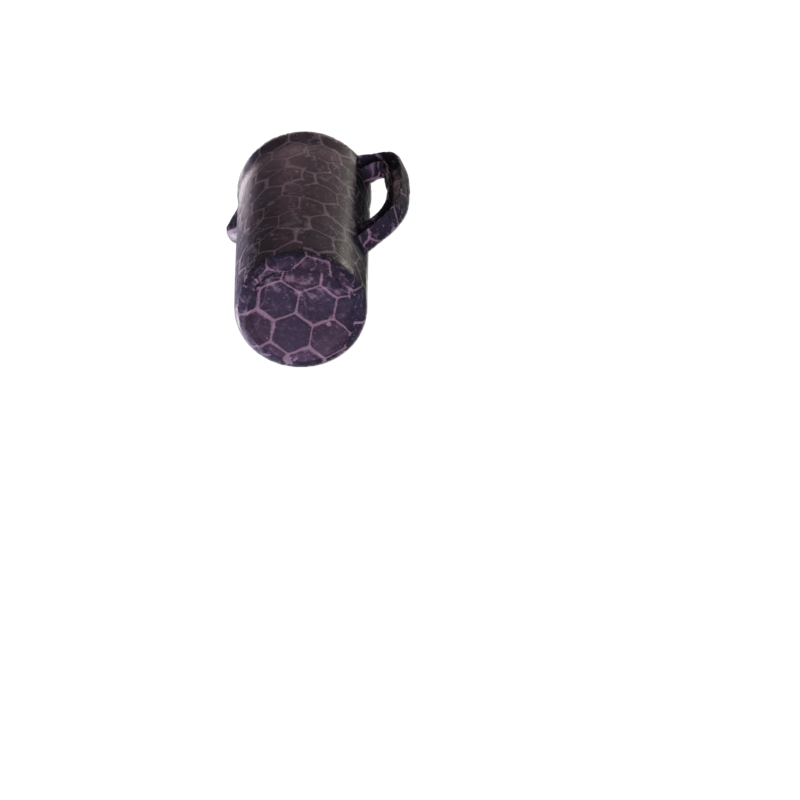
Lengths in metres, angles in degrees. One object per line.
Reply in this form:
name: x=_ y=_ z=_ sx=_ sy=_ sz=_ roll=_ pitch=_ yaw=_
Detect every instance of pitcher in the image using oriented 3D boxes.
pitcher: x=-0.077 y=-0.141 z=0.989 sx=0.142 sy=0.143 sz=0.259 roll=17 pitch=30 yaw=-13
